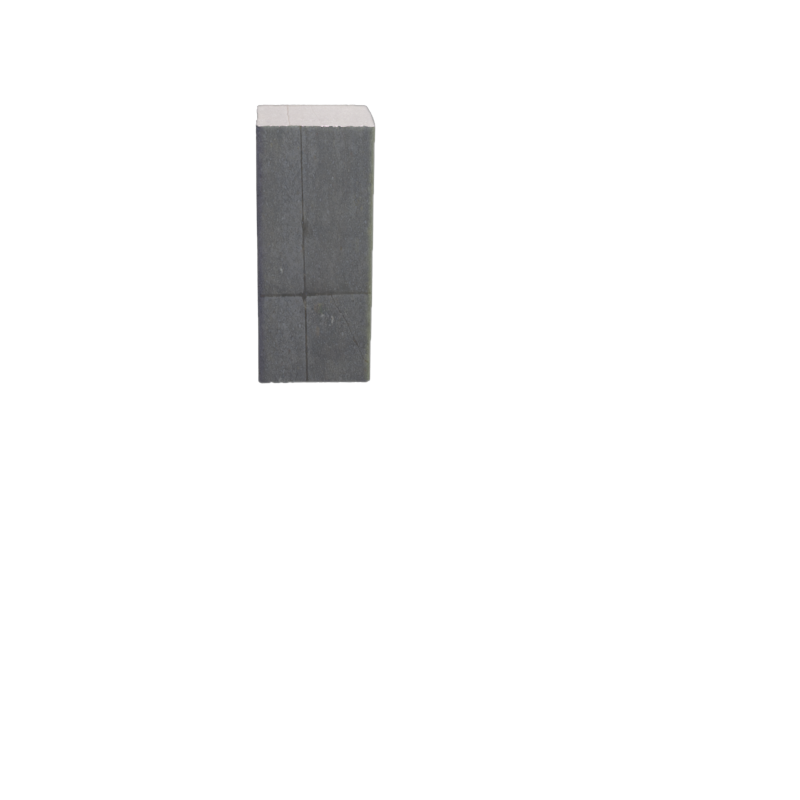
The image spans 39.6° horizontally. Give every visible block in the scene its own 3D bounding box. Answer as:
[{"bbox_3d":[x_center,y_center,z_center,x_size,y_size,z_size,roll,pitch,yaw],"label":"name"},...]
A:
[{"bbox_3d":[-0.069,-0.127,0.885,0.090,0.198,0.094,0,19,-4],"label":"block"}]
